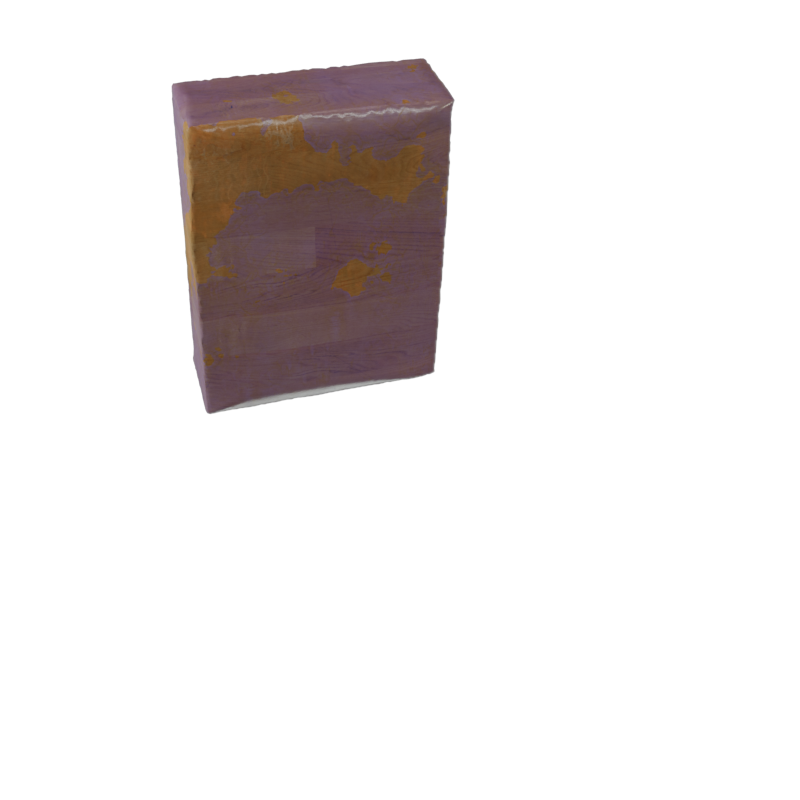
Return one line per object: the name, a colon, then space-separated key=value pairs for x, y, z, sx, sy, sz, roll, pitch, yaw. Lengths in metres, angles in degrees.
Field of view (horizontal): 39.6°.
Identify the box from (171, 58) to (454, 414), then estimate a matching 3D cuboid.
box: x=-0.056 y=-0.102 z=0.716 sx=0.162 sy=0.200 sz=0.078 roll=-8 pitch=37 yaw=-13
